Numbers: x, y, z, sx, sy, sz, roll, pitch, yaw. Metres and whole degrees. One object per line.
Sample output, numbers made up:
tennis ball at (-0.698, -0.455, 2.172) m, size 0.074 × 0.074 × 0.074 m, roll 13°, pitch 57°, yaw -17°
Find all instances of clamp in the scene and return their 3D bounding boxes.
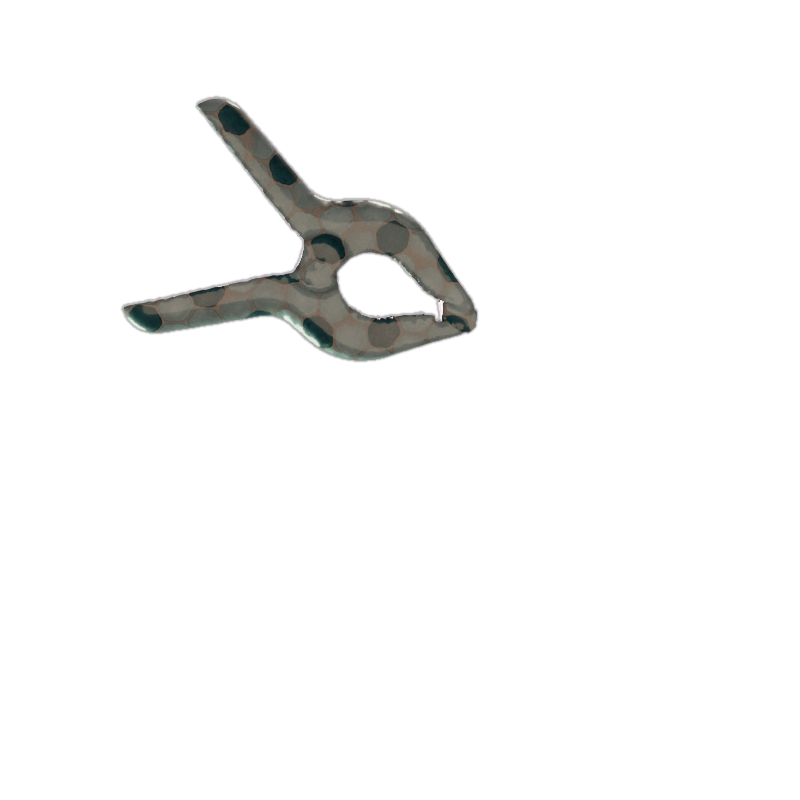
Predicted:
clamp at (-0.043, -0.078, 0.547) m, size 0.171 × 0.119 × 0.040 m, roll 11°, pitch 6°, yaw -1°
